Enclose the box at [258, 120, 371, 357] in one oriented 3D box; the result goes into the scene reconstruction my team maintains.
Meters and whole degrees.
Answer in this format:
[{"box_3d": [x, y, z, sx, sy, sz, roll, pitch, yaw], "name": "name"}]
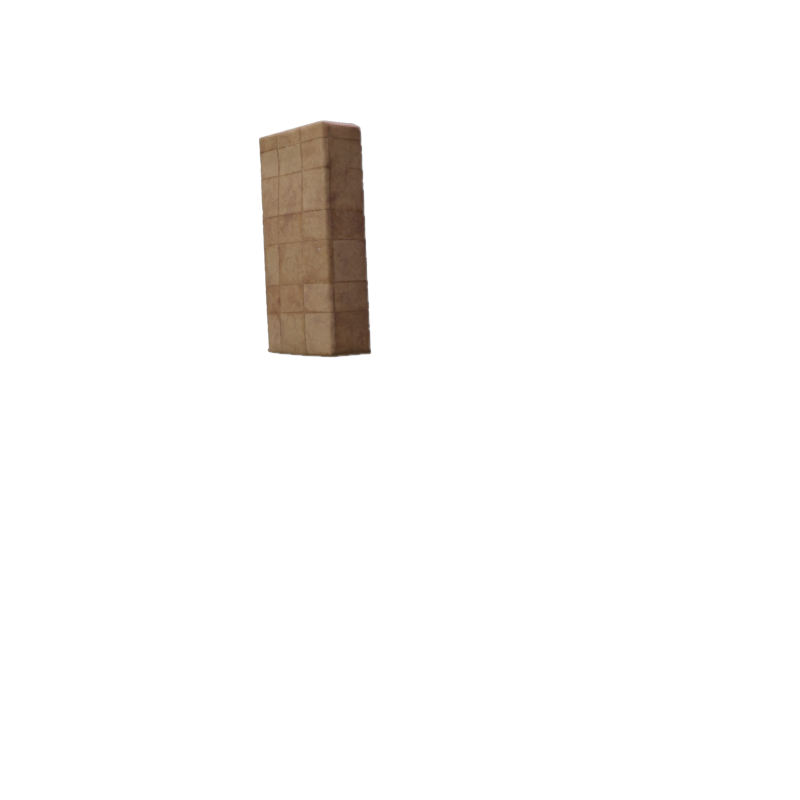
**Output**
[{"box_3d": [-0.067, -0.123, 0.863, 0.046, 0.178, 0.096, 2, -3, -37], "name": "box"}]
